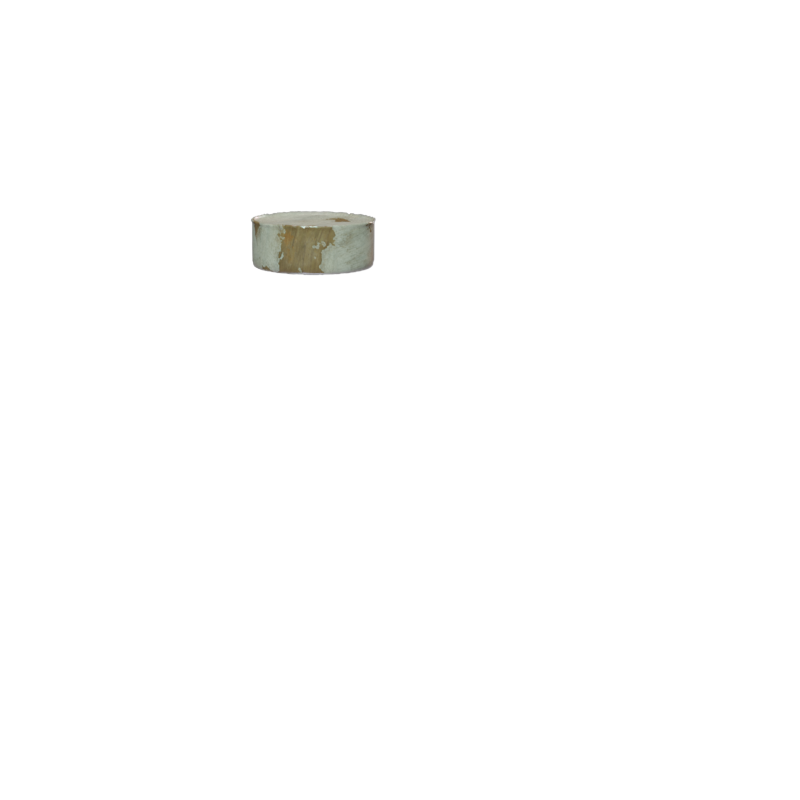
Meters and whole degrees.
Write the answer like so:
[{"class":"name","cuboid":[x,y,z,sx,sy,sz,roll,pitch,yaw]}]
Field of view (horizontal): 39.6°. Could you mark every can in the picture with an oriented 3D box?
[{"class":"can","cuboid":[-0.060,-0.109,0.764,0.086,0.033,0.088,0,15,-2]}]
